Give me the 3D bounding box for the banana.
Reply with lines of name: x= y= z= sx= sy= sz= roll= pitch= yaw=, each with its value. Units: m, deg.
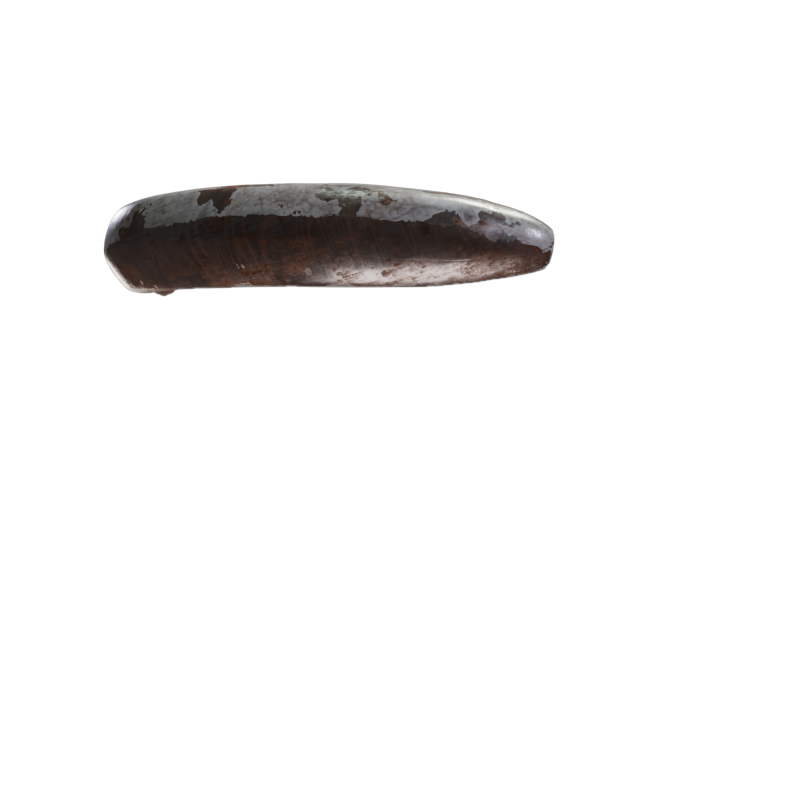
banana: x=-0.046 y=-0.057 z=0.396 sx=0.205 sy=0.037 sz=0.067 roll=3 pitch=4 yaw=40
